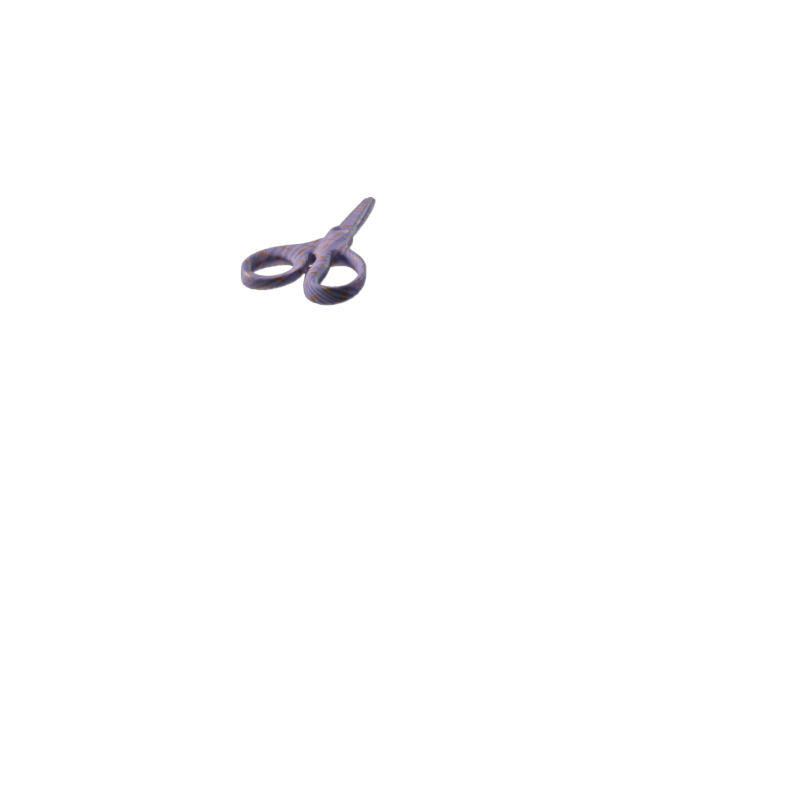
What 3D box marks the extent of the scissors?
[{"bbox_3d":[-0.064,-0.117,0.822,0.096,0.015,0.213,-1,28,-1],"label":"scissors"}]
